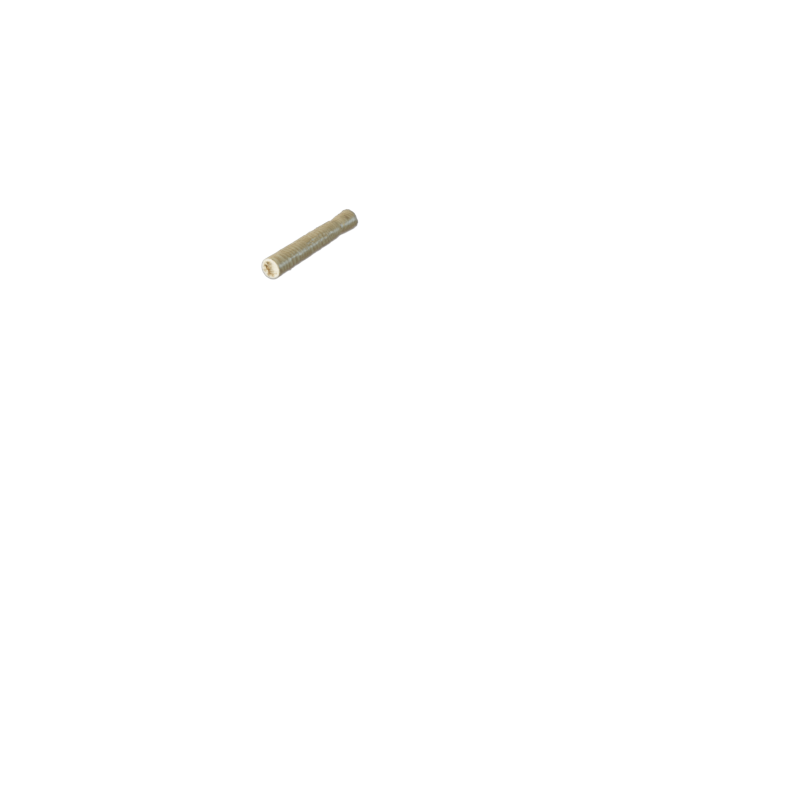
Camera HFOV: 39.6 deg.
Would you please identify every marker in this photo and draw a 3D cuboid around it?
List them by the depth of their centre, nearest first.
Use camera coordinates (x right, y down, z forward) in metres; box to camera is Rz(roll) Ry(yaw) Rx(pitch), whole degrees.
[{"bbox_3d":[-0.074,-0.134,0.941,0.020,0.019,0.122,2,29,35],"label":"marker"}]
